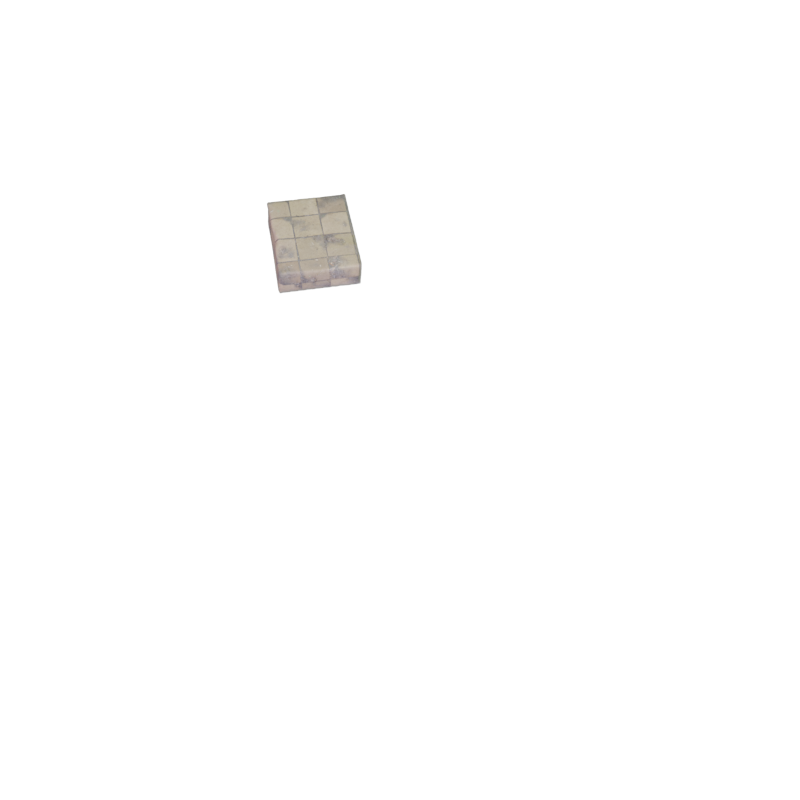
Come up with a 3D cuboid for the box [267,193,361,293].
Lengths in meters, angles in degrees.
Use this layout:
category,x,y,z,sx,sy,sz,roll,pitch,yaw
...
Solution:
category,x,y,z,sx,sy,sz,roll,pitch,yaw
box,-0.077,-0.141,0.986,0.073,0.096,0.028,-7,-37,-6
